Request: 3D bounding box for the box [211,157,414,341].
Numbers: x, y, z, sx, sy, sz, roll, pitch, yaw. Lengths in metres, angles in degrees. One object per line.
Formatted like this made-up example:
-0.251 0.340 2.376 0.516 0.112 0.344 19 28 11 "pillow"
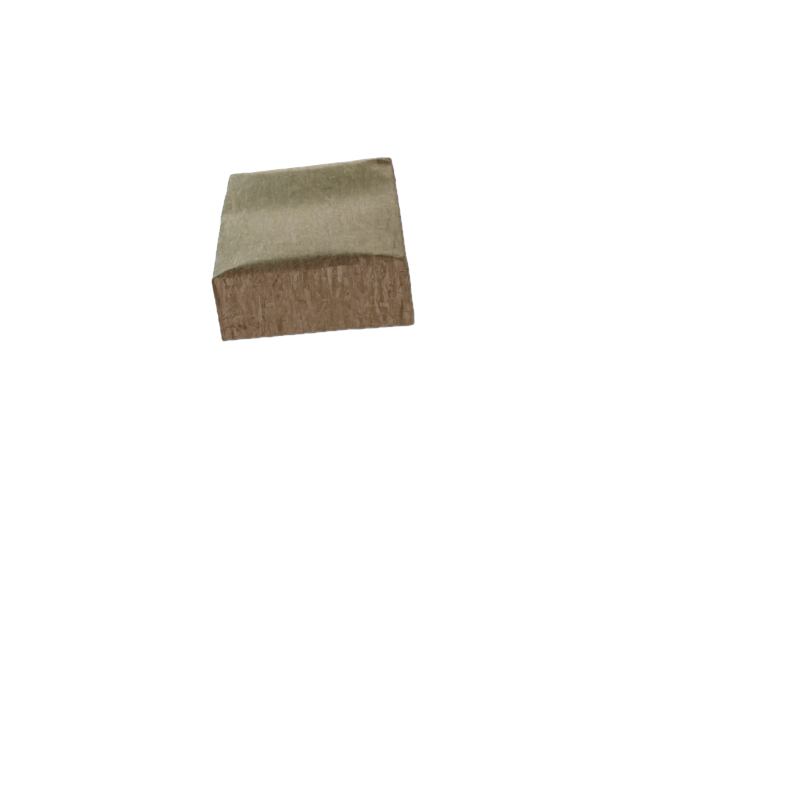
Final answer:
-0.078 -0.143 0.999 0.164 0.067 0.228 -6 34 1 "box"
